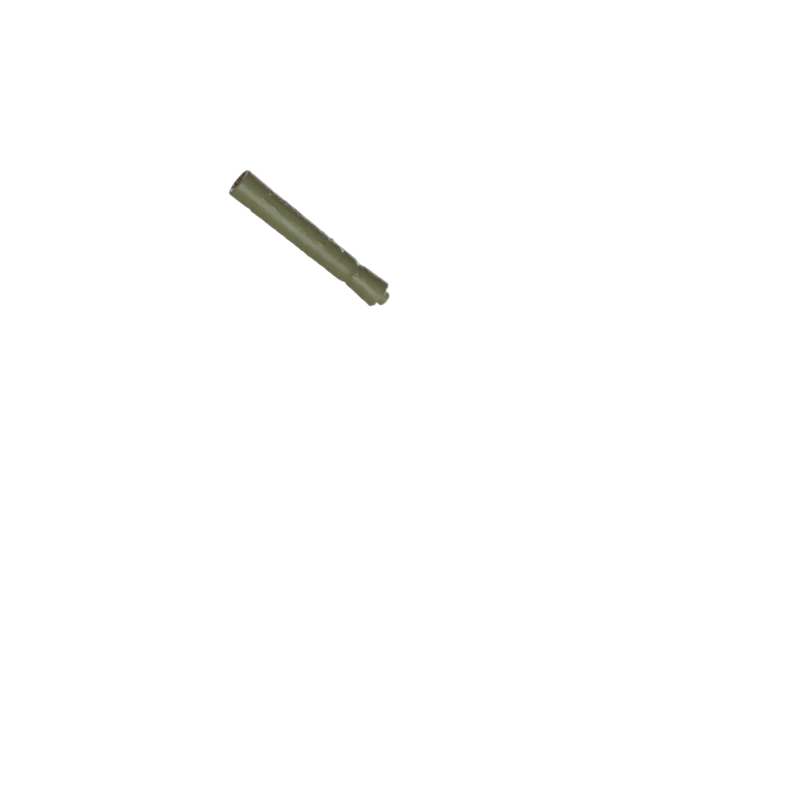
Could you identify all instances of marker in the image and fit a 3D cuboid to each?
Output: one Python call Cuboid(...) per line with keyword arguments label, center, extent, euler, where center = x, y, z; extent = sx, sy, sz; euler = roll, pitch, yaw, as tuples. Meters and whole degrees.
Cuboid(label="marker", center=(-0.054, -0.098, 0.686), extent=(0.116, 0.020, 0.020), euler=(38, -9, -15))
